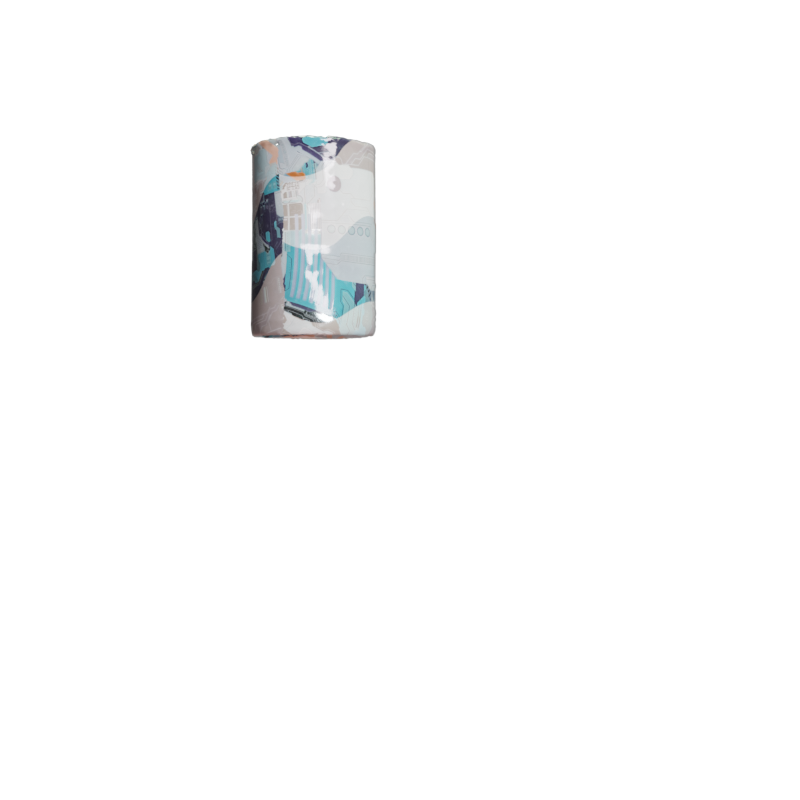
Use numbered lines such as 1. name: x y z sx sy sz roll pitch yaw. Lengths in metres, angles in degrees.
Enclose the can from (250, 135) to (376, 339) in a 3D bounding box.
1. can: -0.047 -0.085 0.595 0.068 0.104 0.068 0 -5 -2
